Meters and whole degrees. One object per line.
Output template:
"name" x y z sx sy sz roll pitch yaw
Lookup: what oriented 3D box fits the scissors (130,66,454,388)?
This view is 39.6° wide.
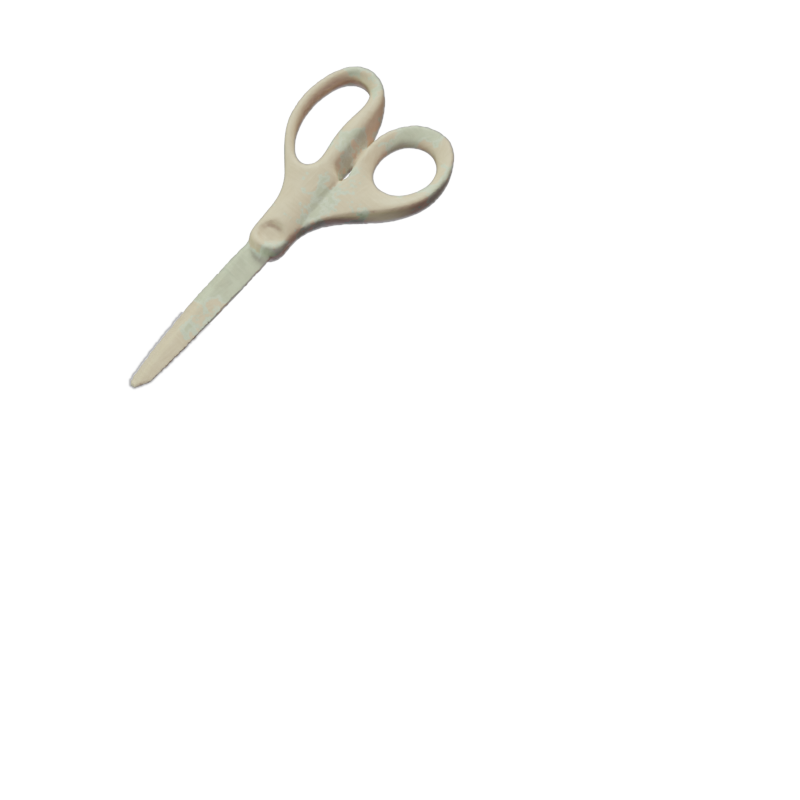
"scissors" -0.042 -0.077 0.536 0.098 0.209 0.015 20 -24 9
